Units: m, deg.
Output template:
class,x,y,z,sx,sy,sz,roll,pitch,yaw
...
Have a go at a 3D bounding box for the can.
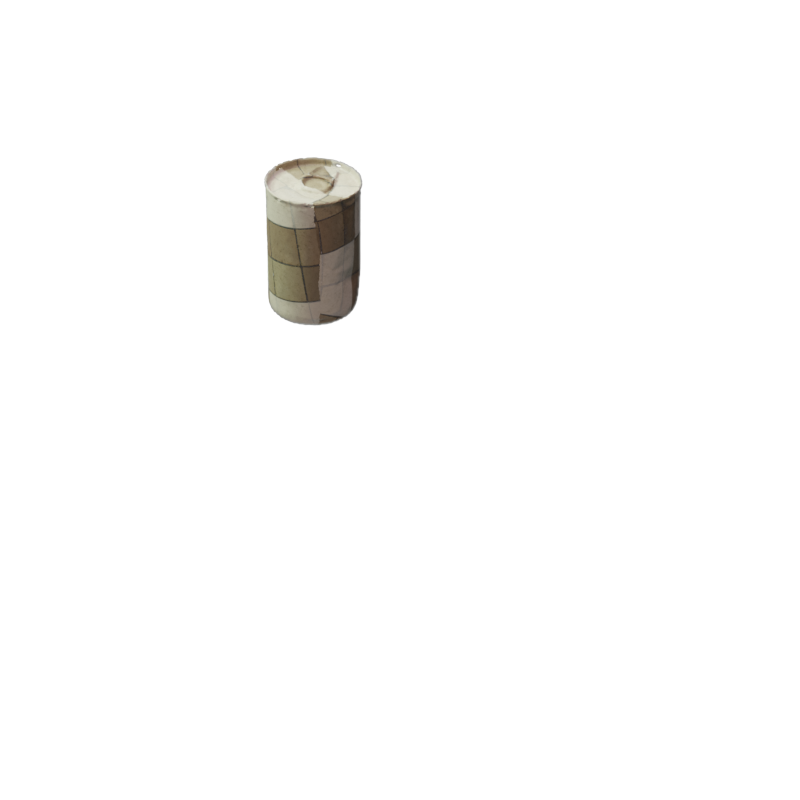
class,x,y,z,sx,sy,sz,roll,pitch,yaw
can,-0.062,-0.113,0.794,0.068,0.096,0.073,0,35,-3
